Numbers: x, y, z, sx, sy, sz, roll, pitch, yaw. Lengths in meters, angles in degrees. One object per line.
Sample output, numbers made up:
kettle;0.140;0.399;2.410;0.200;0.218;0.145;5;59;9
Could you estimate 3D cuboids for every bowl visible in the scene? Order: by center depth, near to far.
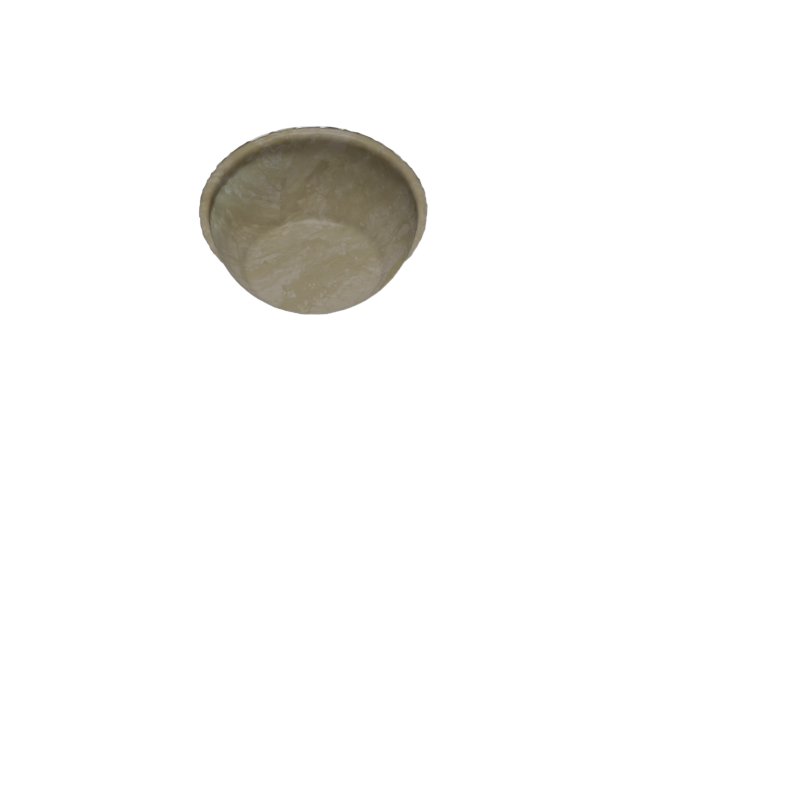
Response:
bowl;-0.060;-0.109;0.765;0.162;0.059;0.151;1;-42;-1
